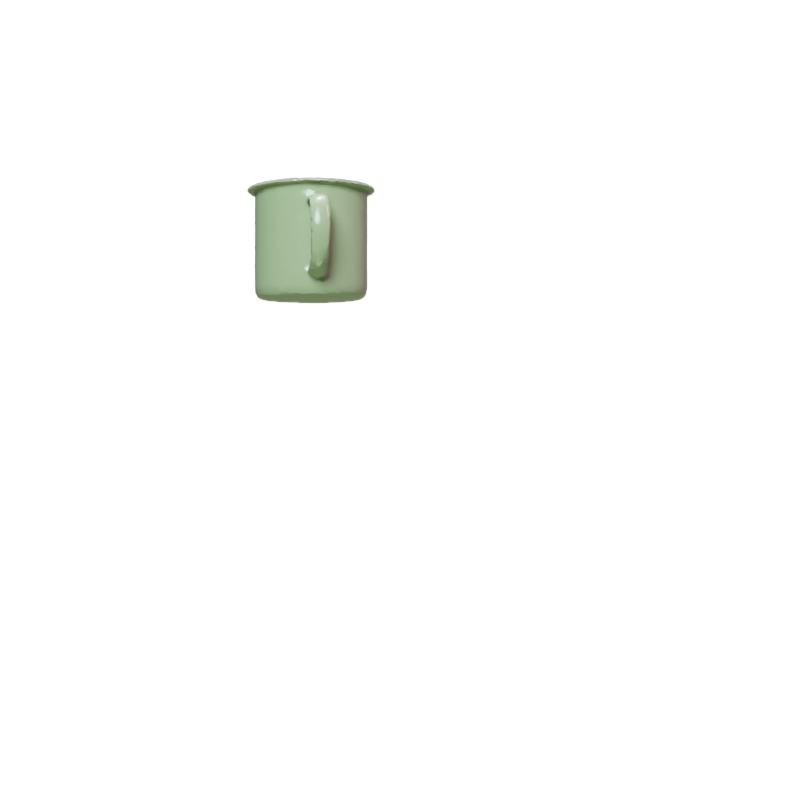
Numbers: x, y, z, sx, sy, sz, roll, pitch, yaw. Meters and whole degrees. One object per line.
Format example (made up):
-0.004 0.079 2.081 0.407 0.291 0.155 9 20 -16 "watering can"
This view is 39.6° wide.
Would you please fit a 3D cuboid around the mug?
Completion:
-0.062 -0.114 0.797 0.092 0.083 0.117 0 -2 -11 "mug"
